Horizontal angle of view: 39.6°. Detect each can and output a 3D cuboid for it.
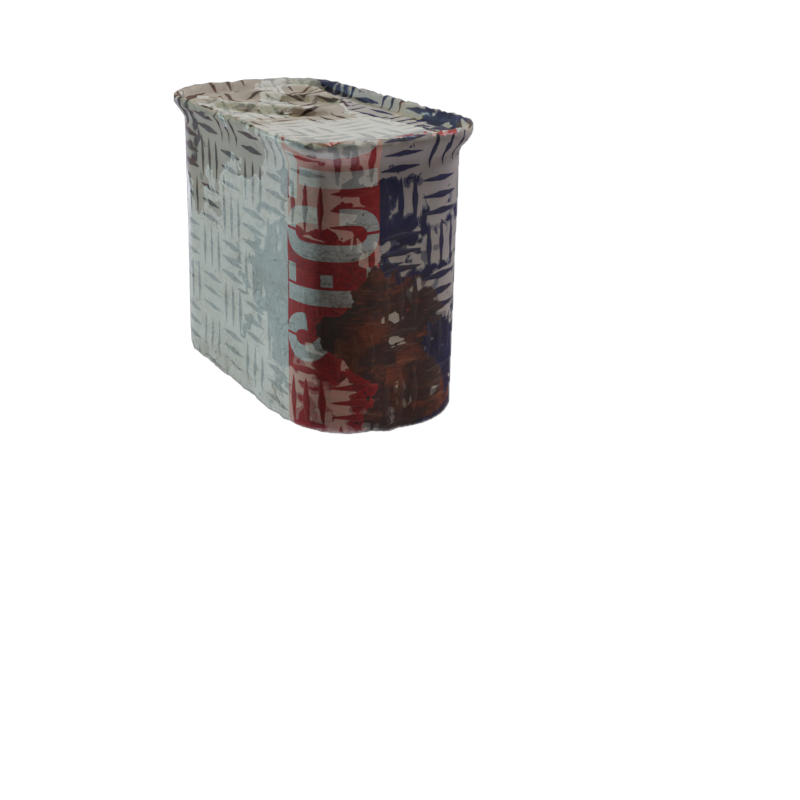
[{"bbox_3d":[-0.026,-0.047,0.332,0.056,0.080,0.109,-11,25,-30],"label":"can"}]
